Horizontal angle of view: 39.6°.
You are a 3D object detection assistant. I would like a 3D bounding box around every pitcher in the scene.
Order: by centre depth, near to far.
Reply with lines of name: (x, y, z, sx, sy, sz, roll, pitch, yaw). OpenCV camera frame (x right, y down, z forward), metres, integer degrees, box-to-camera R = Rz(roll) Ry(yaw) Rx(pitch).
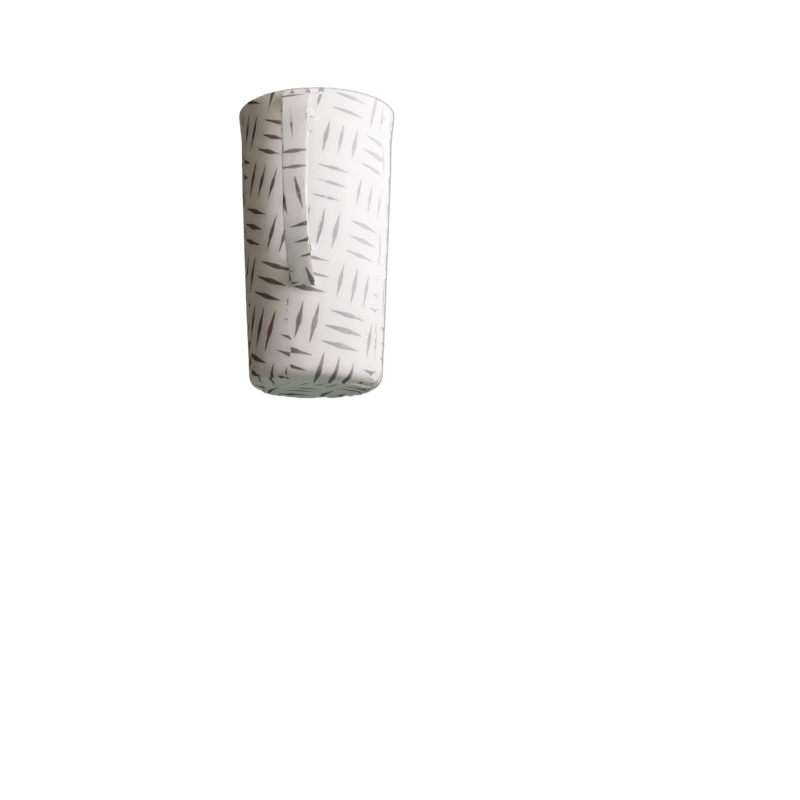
pitcher: (-0.071, -0.130, 0.913, 0.142, 0.252, 0.147, 10, -17, -38)
